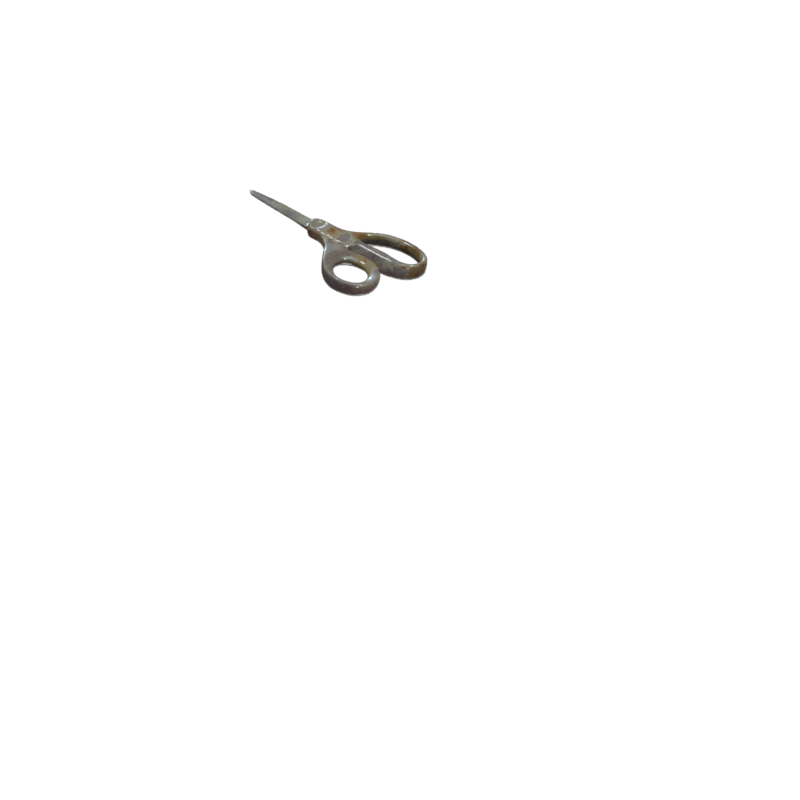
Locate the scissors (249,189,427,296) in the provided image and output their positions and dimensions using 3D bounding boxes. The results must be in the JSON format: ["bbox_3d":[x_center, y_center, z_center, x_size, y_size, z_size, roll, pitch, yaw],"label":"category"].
[{"bbox_3d":[-0.074,-0.136,0.949,0.212,0.015,0.098,21,41,27],"label":"scissors"}]
